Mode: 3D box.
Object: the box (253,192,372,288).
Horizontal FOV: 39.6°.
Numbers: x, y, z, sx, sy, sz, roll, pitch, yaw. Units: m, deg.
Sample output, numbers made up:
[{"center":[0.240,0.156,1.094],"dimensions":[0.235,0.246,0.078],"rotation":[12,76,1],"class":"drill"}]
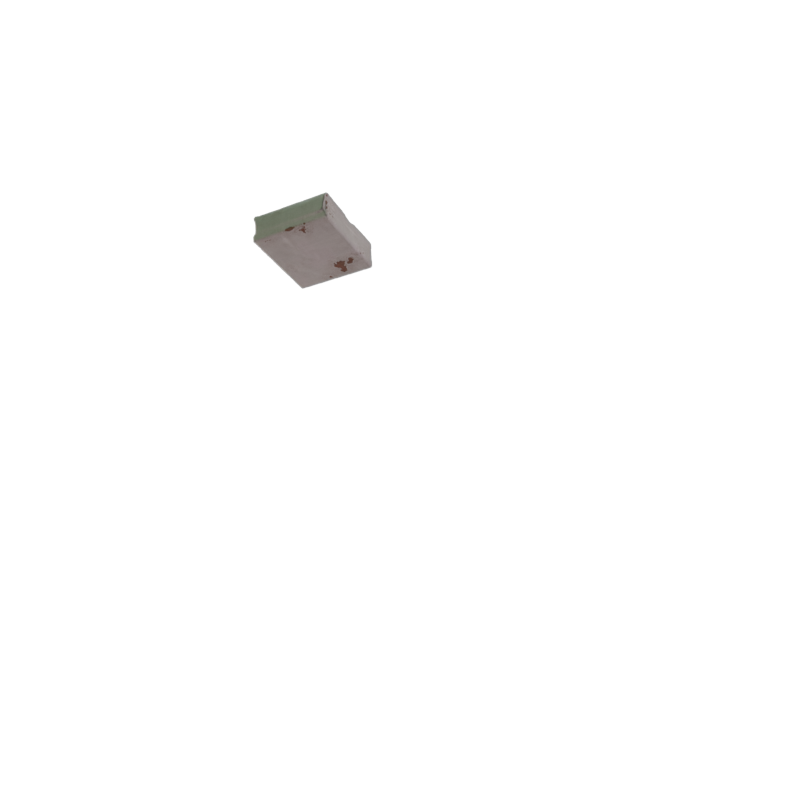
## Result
[{"center":[-0.077,-0.140,0.978],"dimensions":[0.074,0.032,0.082],"rotation":[-16,-35,23],"class":"box"}]
